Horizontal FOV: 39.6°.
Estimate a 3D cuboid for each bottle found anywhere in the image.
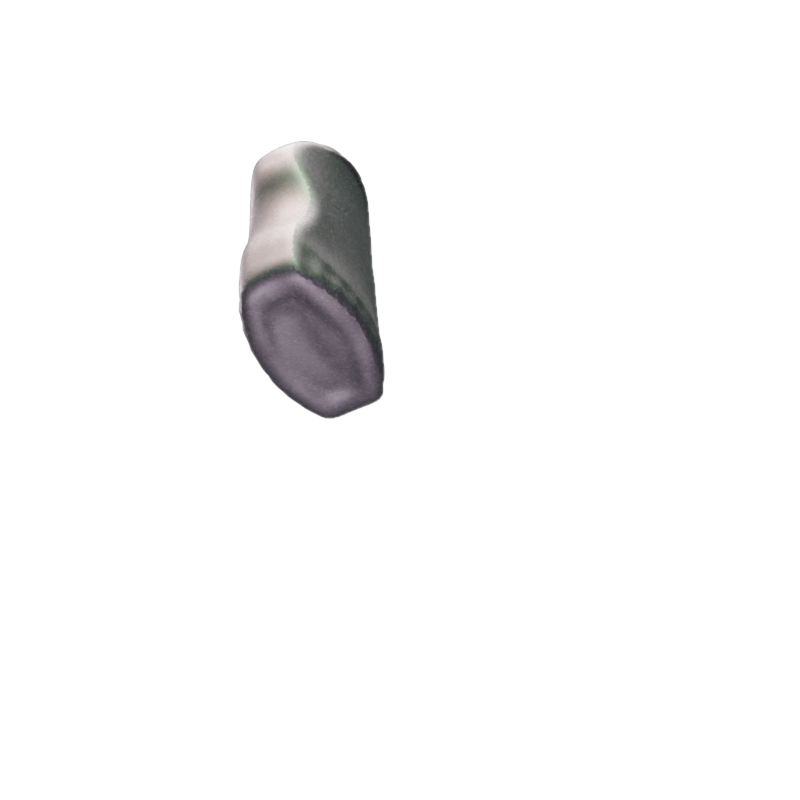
[{"bbox_3d":[-0.047,-0.086,0.605,0.058,0.089,0.205,-25,35,15],"label":"bottle"}]
